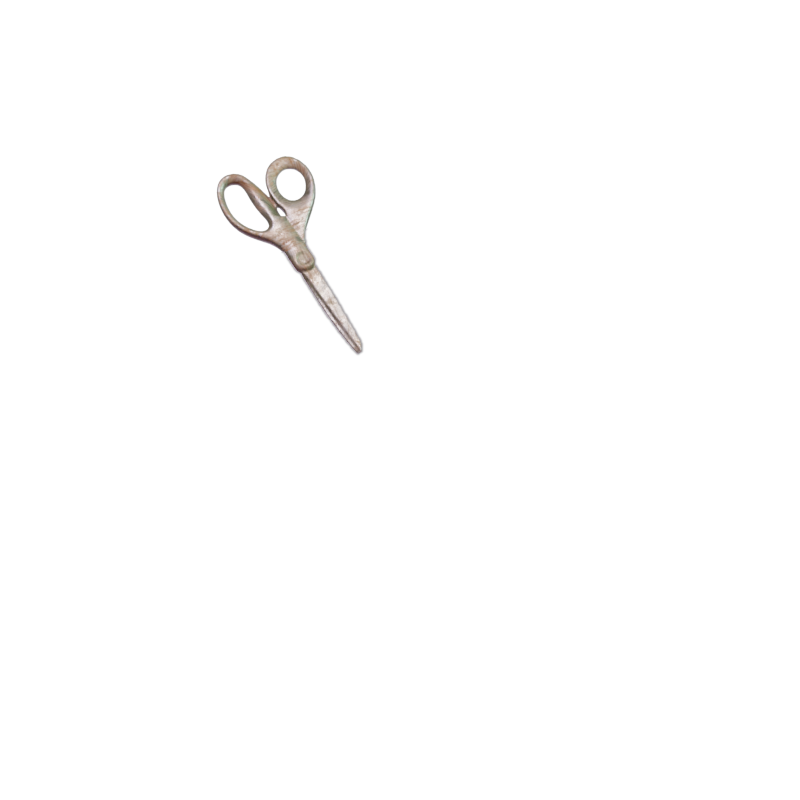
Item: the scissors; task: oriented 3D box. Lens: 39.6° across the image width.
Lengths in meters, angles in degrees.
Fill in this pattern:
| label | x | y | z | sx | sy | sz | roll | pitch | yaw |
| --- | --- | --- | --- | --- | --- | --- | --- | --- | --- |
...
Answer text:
| label | x | y | z | sx | sy | sz | roll | pitch | yaw |
| --- | --- | --- | --- | --- | --- | --- | --- | --- | --- |
| scissors | -0.077 | -0.140 | 0.977 | 0.210 | 0.097 | 0.015 | 42 | -17 | 16 |
